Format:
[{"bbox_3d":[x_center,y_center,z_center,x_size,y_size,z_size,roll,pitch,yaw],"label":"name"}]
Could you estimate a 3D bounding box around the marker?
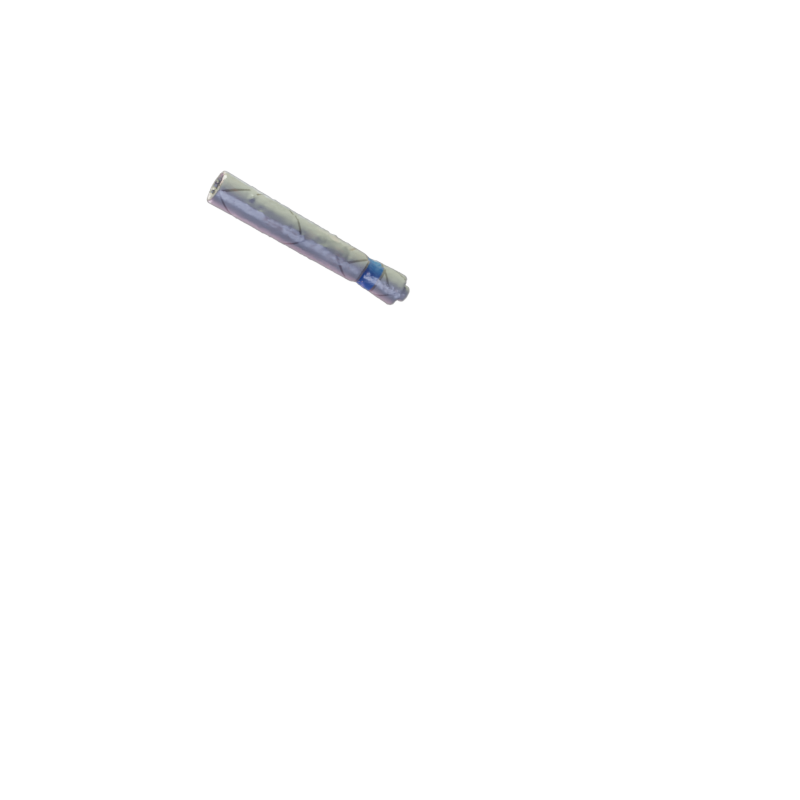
[{"bbox_3d":[-0.046,-0.083,0.585,0.116,0.020,0.020,28,-7,-18],"label":"marker"}]
